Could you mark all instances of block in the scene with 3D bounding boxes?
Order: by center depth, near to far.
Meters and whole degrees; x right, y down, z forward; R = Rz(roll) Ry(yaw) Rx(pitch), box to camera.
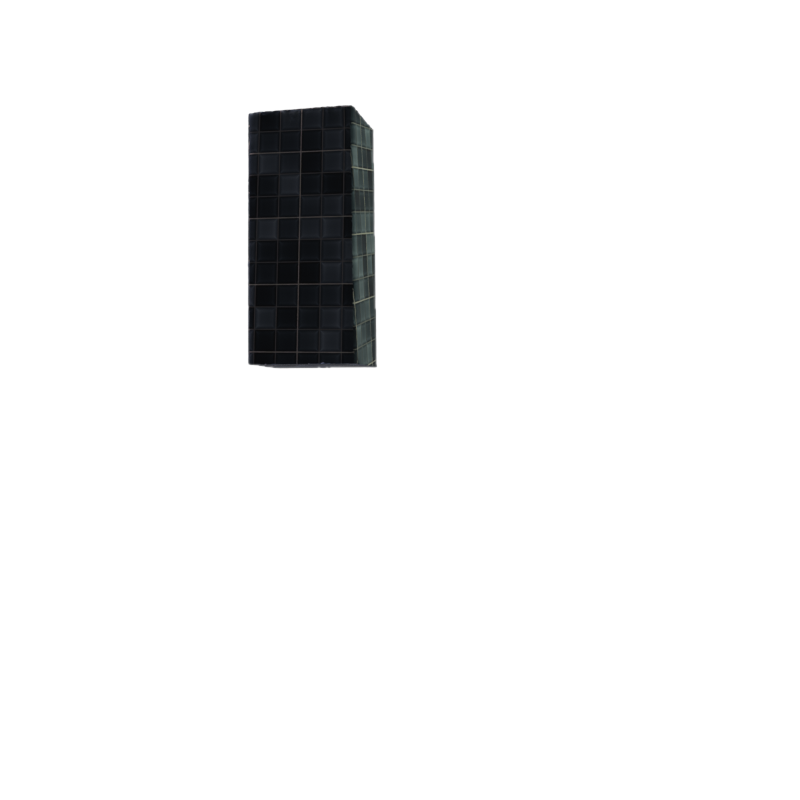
[{"bbox_3d":[-0.073,-0.132,0.923,0.092,0.210,0.087,-2,-7,13],"label":"block"}]
